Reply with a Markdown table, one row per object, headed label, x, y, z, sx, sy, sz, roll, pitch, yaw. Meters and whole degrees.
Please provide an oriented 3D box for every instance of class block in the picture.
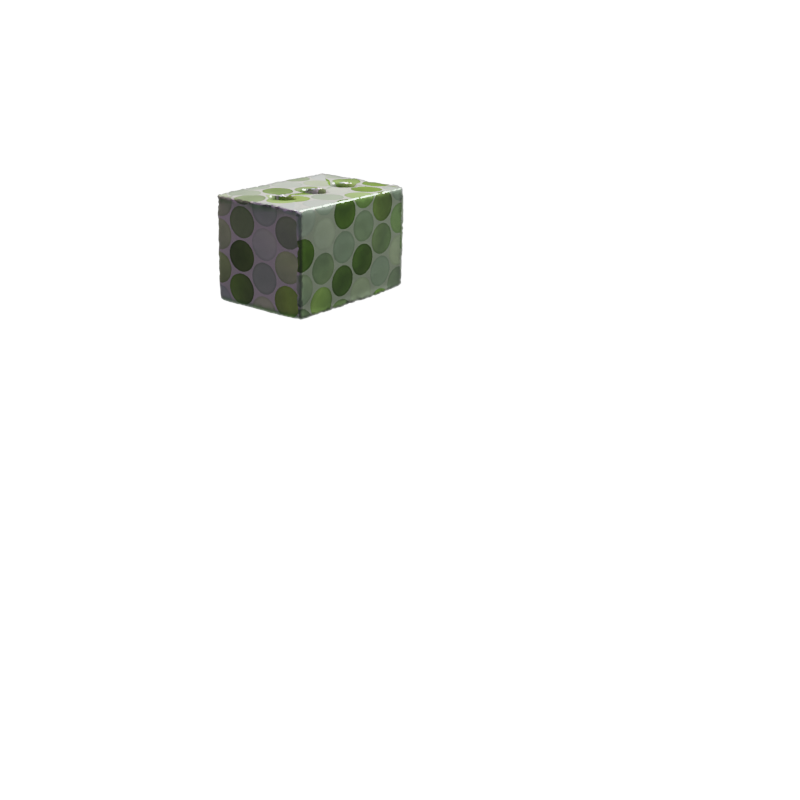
| label | x | y | z | sx | sy | sz | roll | pitch | yaw |
| --- | --- | --- | --- | --- | --- | --- | --- | --- | --- |
| block | -0.041 | -0.075 | 0.528 | 0.055 | 0.049 | 0.077 | 14 | 23 | 36 |
